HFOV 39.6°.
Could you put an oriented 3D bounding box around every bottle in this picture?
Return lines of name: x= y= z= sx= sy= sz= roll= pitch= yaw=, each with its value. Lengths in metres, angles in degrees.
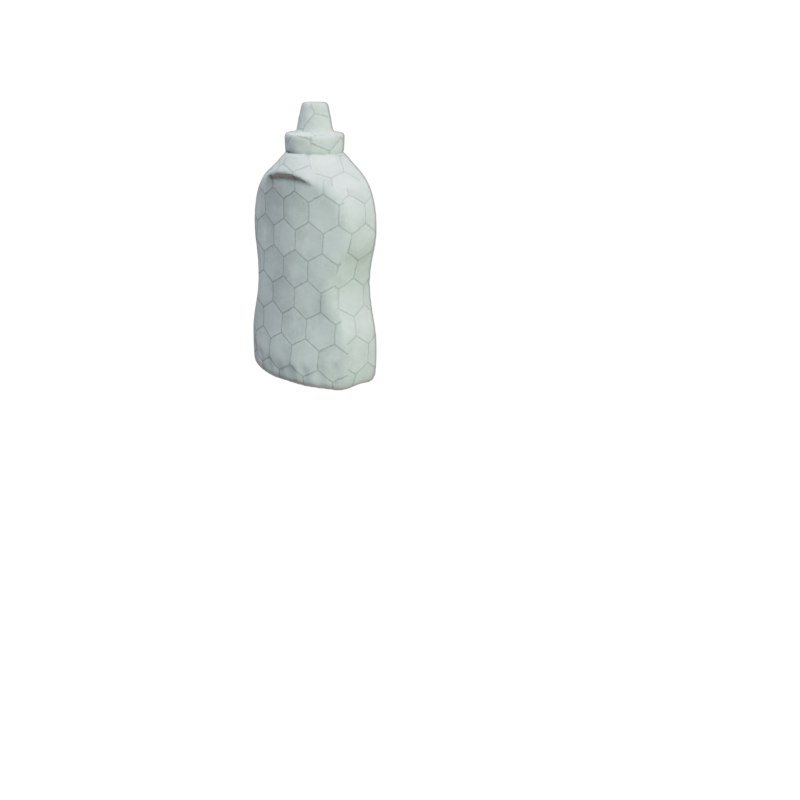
bottle: x=-0.060 y=-0.110 z=0.767 sx=0.101 sy=0.186 sz=0.057 roll=13 pitch=17 yaw=43
